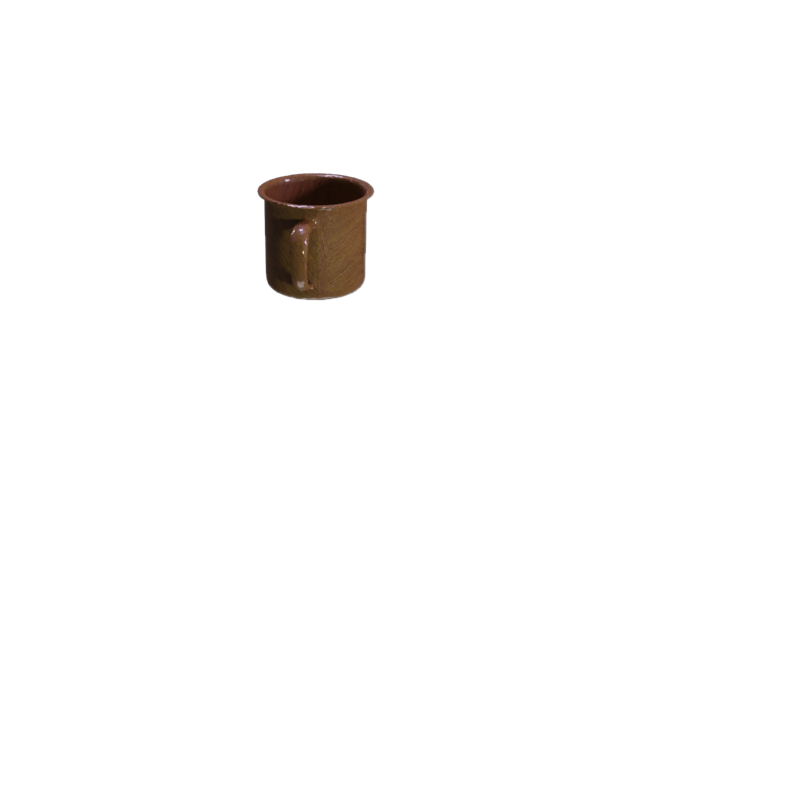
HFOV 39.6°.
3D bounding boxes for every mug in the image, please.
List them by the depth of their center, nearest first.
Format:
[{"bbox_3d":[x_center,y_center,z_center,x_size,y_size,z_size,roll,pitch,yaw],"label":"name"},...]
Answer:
[{"bbox_3d":[-0.069,-0.126,0.884,0.094,0.078,0.122,3,25,5],"label":"mug"}]
